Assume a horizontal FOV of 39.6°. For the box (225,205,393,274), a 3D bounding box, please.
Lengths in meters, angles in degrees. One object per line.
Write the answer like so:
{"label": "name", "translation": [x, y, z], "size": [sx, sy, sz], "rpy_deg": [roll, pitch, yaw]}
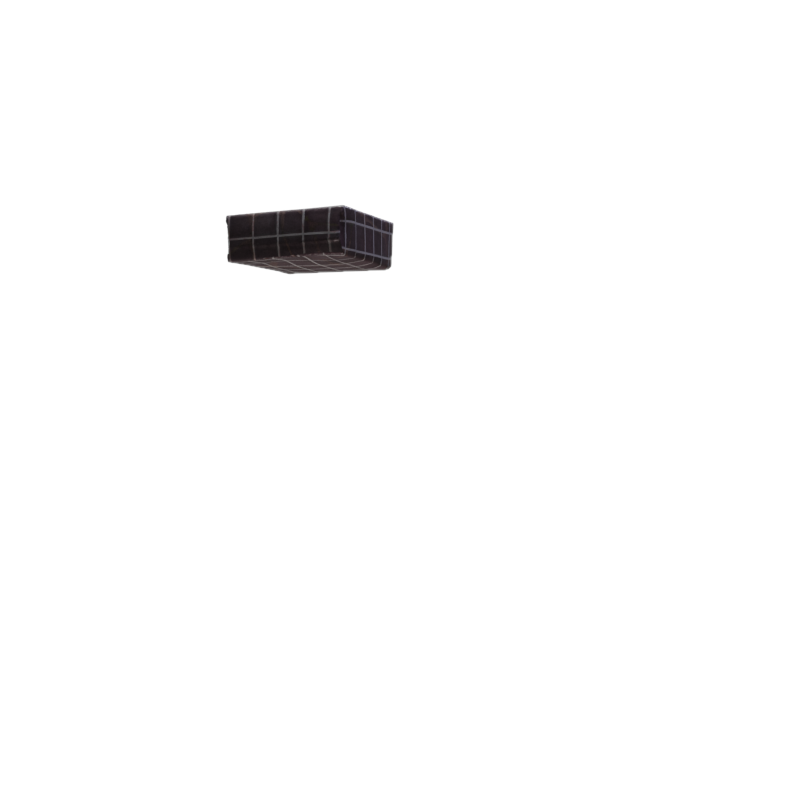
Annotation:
{"label": "box", "translation": [-0.063, -0.116, 0.810], "size": [0.092, 0.039, 0.109], "rpy_deg": [-1, -1, 20]}
